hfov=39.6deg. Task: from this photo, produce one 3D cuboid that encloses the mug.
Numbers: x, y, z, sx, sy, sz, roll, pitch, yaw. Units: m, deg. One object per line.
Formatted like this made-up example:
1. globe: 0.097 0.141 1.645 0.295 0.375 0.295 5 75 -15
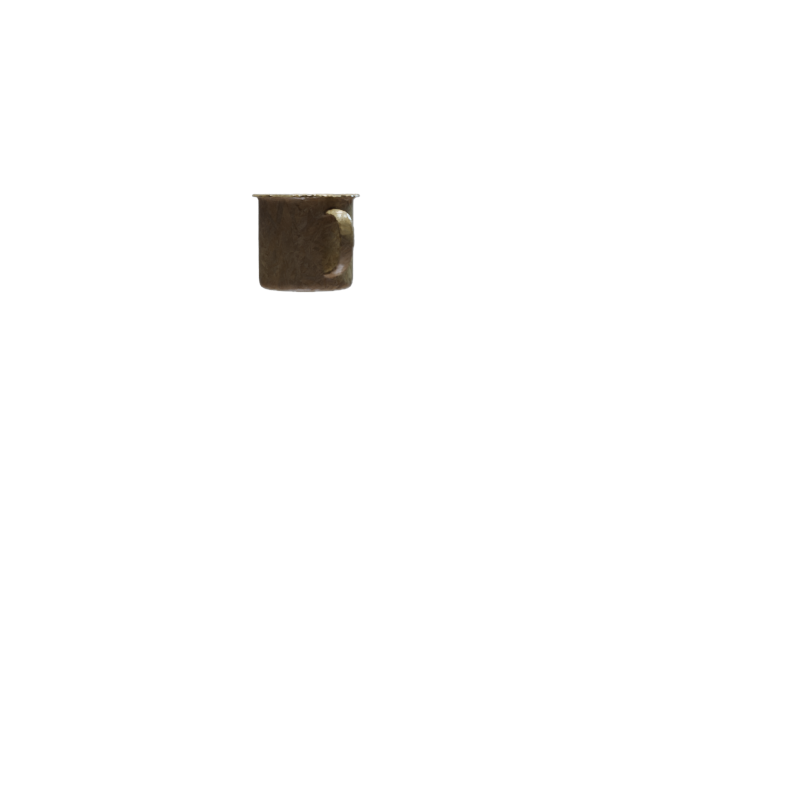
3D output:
1. mug: -0.074 -0.135 0.944 0.090 0.081 0.123 -5 10 -35
